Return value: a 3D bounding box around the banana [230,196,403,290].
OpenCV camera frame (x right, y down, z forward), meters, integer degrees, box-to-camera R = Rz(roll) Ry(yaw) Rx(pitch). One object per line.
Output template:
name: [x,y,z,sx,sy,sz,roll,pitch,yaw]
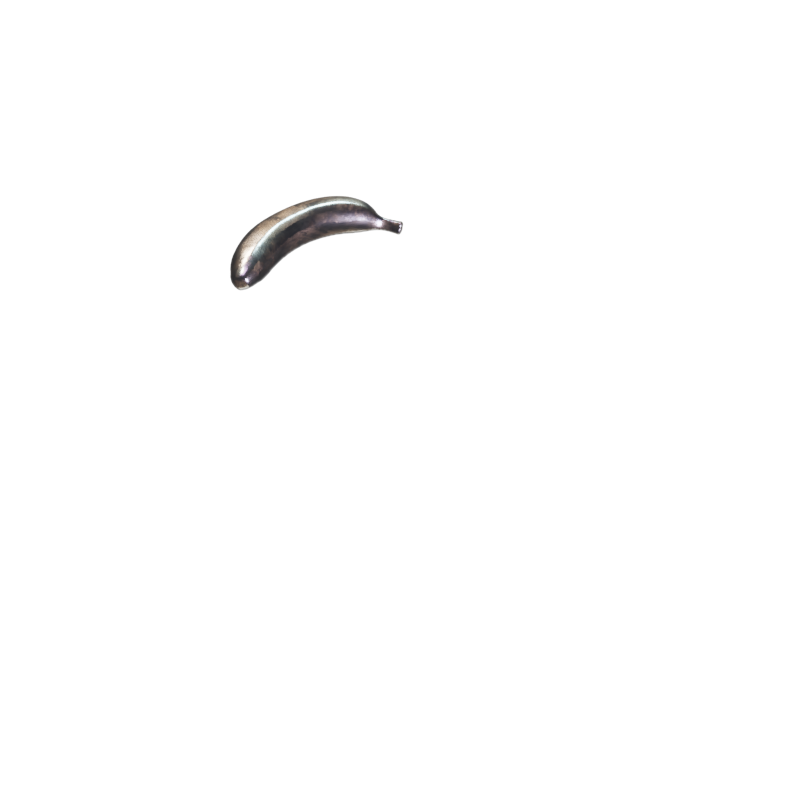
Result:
banana: [-0.087,-0.147,0.982,0.074,0.035,0.196,26,39,37]
